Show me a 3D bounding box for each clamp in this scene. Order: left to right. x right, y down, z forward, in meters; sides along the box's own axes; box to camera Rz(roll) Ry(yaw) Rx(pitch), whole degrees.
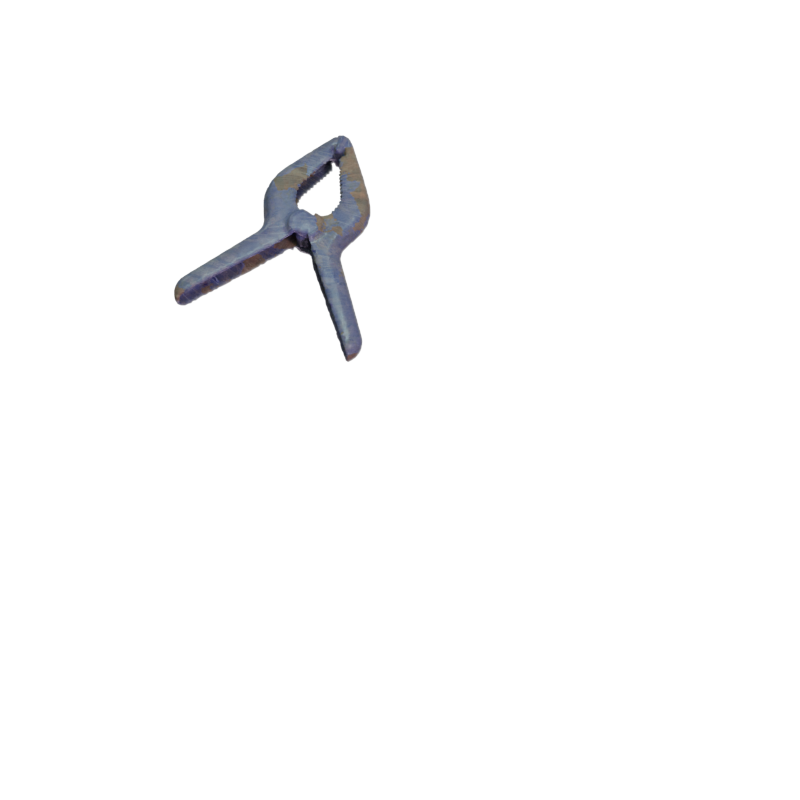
[{"bbox_3d":[-0.075,-0.137,0.958,0.169,0.217,0.034,23,-26,12],"label":"clamp"}]
